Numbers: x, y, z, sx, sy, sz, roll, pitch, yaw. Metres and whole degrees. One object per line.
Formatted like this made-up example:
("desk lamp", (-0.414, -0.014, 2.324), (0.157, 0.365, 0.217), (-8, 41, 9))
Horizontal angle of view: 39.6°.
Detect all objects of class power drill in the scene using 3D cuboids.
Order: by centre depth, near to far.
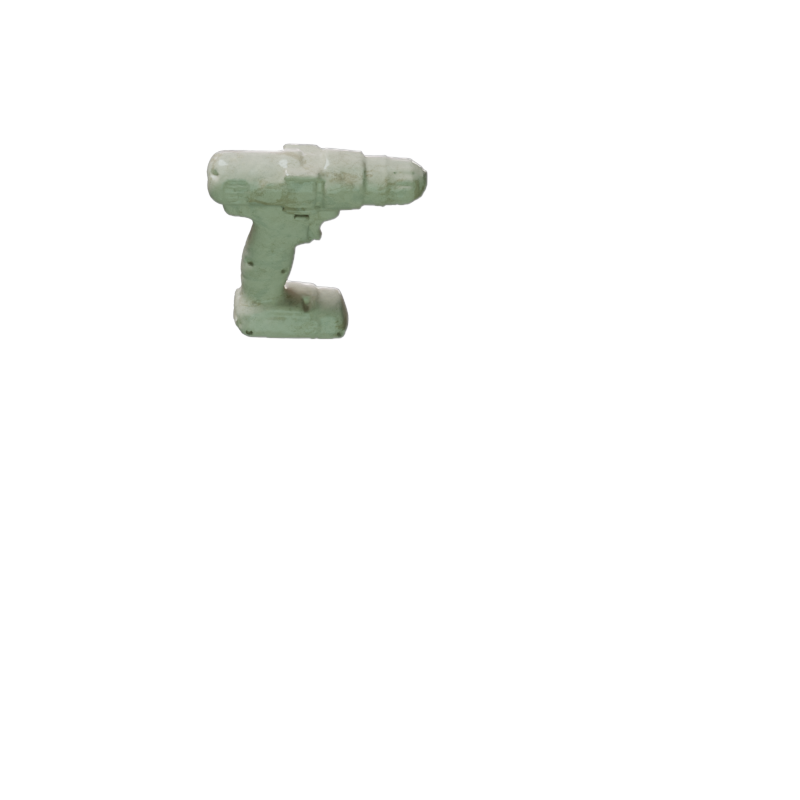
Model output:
("power drill", (-0.076, -0.138, 0.969), (0.184, 0.176, 0.061), (3, 40, -3))
